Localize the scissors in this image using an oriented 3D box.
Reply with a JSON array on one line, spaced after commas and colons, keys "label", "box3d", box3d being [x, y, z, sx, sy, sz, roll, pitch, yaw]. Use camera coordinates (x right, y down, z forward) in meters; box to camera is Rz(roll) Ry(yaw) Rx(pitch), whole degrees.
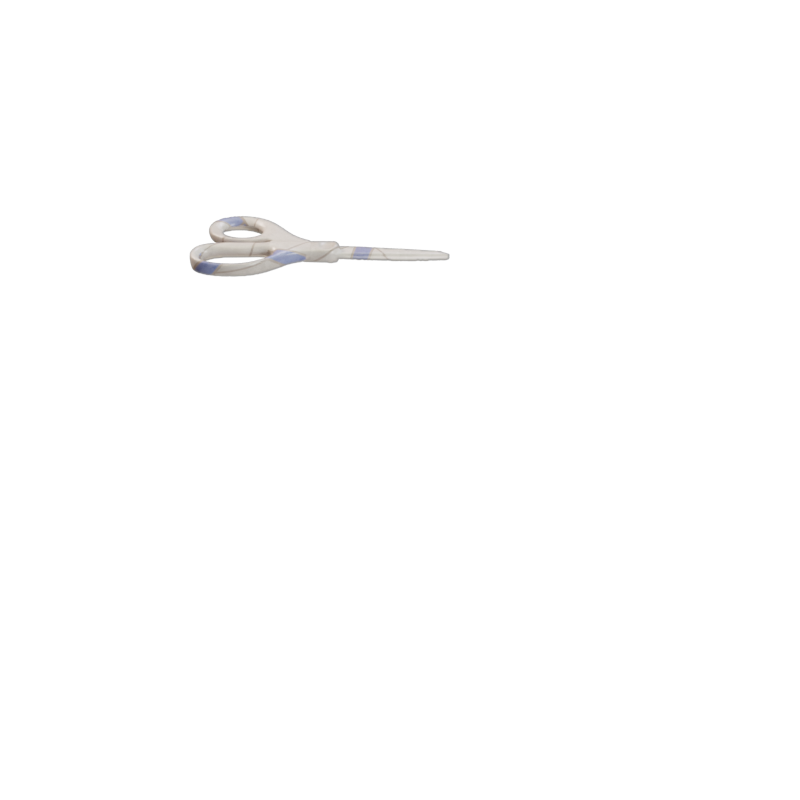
[{"label": "scissors", "box3d": [-0.070, -0.128, 0.897, 0.199, 0.015, 0.103, -6, 34, -10]}]
